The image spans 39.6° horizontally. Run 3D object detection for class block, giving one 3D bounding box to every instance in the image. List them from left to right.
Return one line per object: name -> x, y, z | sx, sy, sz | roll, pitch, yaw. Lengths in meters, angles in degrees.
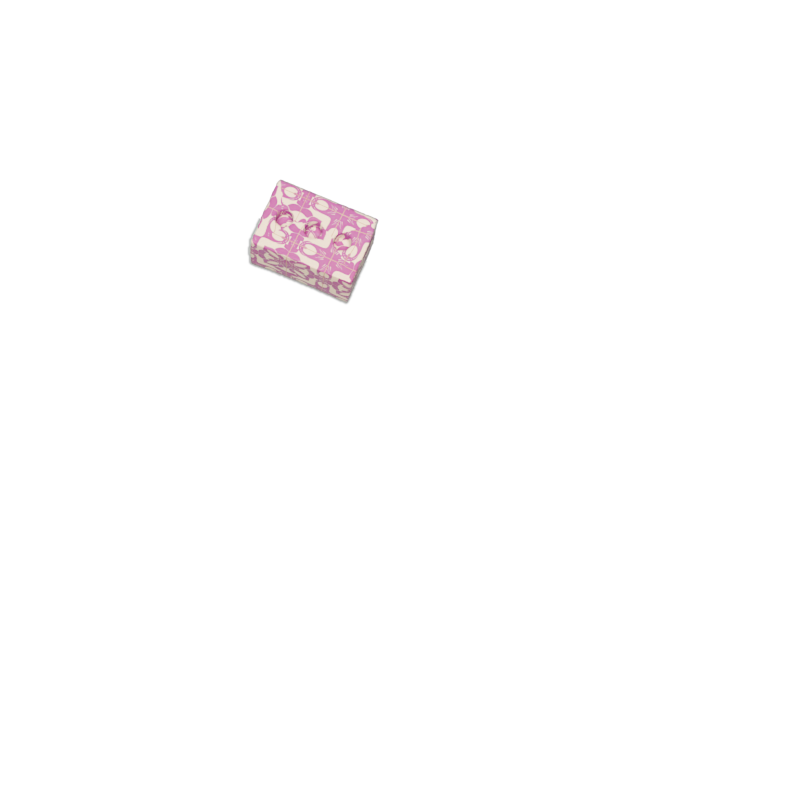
block -> -0.061, -0.112, 0.784 | 0.079, 0.054, 0.049 | 22, -15, 5
